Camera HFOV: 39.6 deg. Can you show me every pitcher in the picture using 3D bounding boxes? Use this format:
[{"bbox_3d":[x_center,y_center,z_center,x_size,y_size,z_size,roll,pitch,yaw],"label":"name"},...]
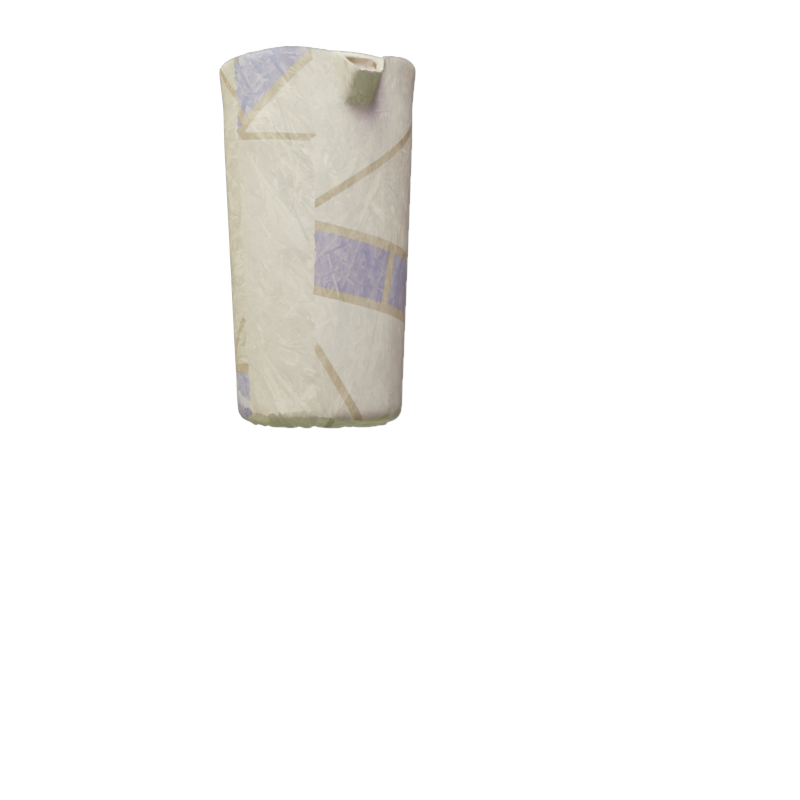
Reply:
[{"bbox_3d":[-0.059,-0.107,0.749,0.148,0.246,0.144,-2,-4,19],"label":"pitcher"}]
